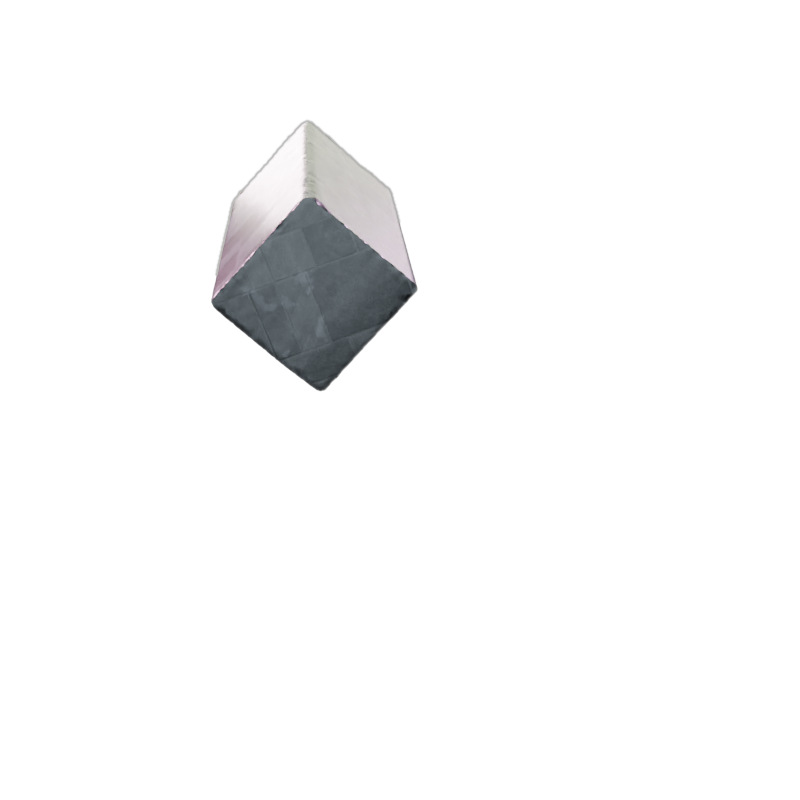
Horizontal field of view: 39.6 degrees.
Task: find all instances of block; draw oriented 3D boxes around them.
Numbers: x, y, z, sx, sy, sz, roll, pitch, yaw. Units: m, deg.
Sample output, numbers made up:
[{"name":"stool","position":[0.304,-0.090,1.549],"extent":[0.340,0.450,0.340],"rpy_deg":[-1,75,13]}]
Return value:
[{"name":"block","position":[-0.059,-0.106,0.740],"extent":[0.087,0.089,0.217],"rpy_deg":[38,17,-19]}]
